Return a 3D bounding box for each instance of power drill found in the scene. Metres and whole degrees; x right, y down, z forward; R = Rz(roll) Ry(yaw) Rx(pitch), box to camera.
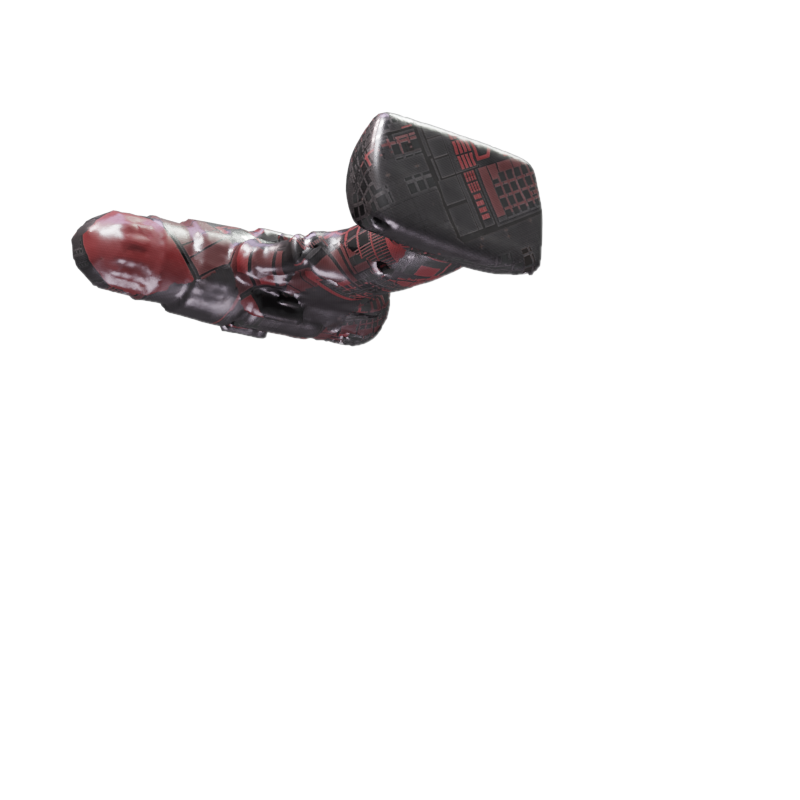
[{"bbox_3d":[-0.042,-0.076,0.534,0.175,0.059,0.190,9,-14,-37],"label":"power drill"}]
